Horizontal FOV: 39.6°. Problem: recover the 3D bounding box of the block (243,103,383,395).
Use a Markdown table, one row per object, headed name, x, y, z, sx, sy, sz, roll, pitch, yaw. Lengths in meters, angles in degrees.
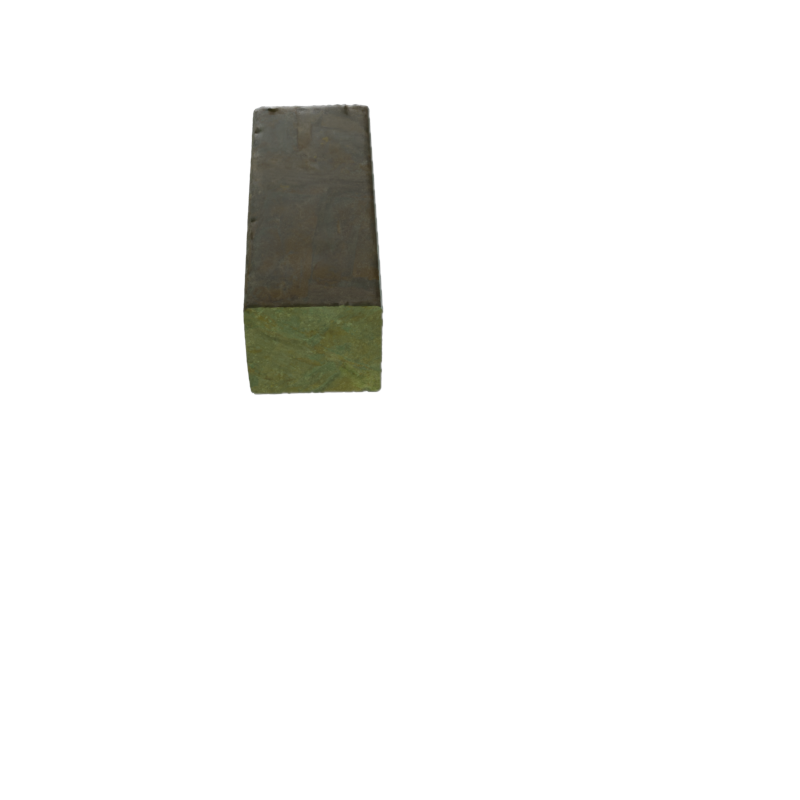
| name | x | y | z | sx | sy | sz | roll | pitch | yaw |
| --- | --- | --- | --- | --- | --- | --- | --- | --- | --- |
| block | -0.063 | -0.114 | 0.796 | 0.091 | 0.221 | 0.084 | -2 | -42 | -2 |
